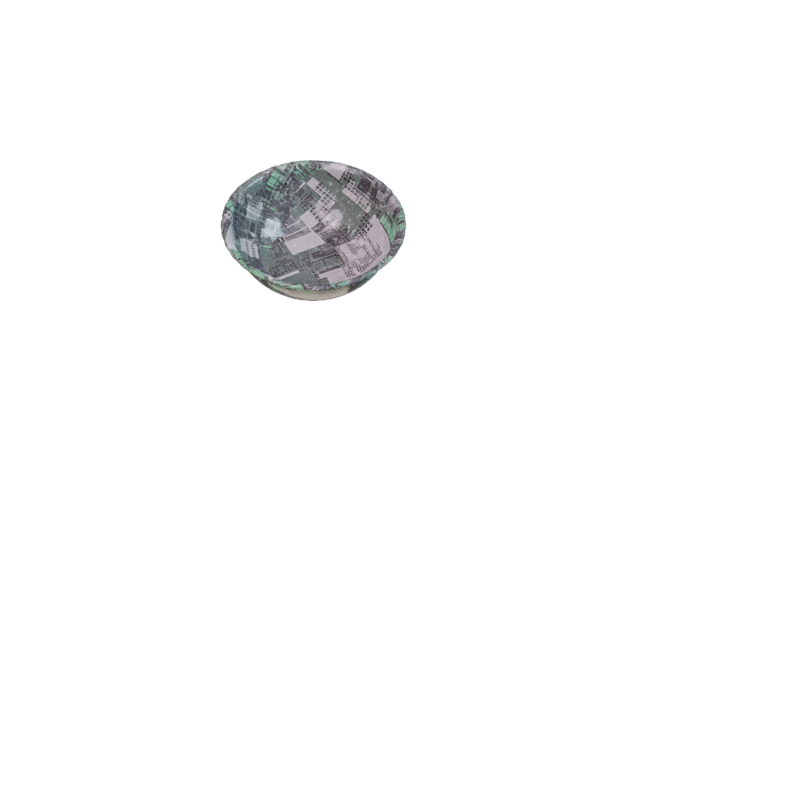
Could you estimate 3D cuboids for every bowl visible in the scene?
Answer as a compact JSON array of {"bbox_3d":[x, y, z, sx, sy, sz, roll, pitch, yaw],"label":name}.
[{"bbox_3d":[-0.077,-0.140,0.983,0.162,0.174,0.051,-1,-41,-1],"label":"bowl"}]
